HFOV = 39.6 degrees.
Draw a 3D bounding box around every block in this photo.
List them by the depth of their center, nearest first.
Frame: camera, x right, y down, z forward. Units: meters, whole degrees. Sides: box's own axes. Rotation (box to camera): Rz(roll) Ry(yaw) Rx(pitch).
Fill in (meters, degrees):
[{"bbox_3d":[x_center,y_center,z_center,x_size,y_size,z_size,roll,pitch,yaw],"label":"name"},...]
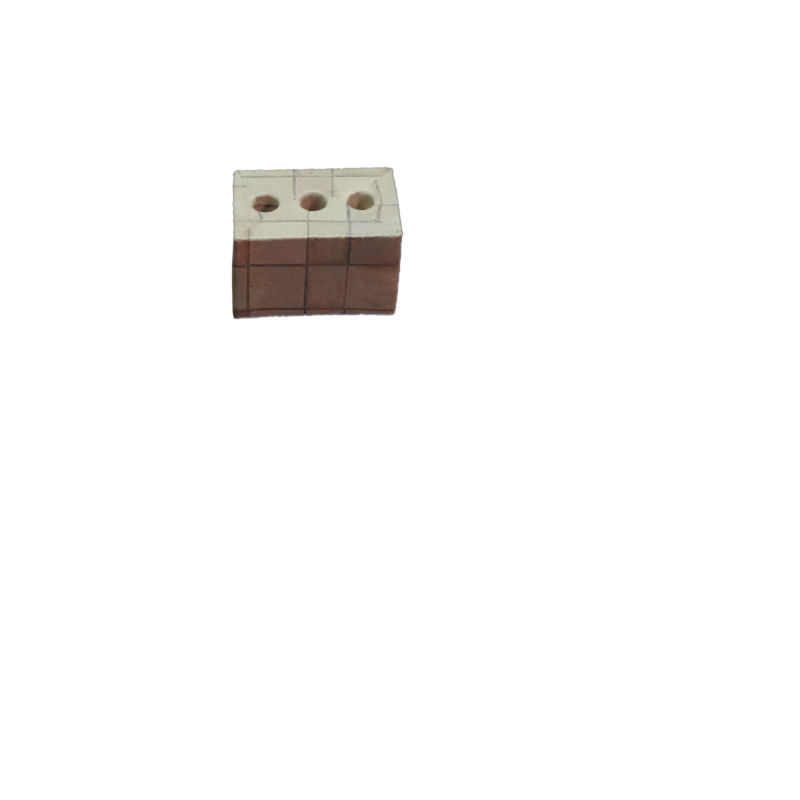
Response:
[{"bbox_3d":[-0.041,-0.075,0.523,0.078,0.057,0.048,-2,-44,-3],"label":"block"}]
